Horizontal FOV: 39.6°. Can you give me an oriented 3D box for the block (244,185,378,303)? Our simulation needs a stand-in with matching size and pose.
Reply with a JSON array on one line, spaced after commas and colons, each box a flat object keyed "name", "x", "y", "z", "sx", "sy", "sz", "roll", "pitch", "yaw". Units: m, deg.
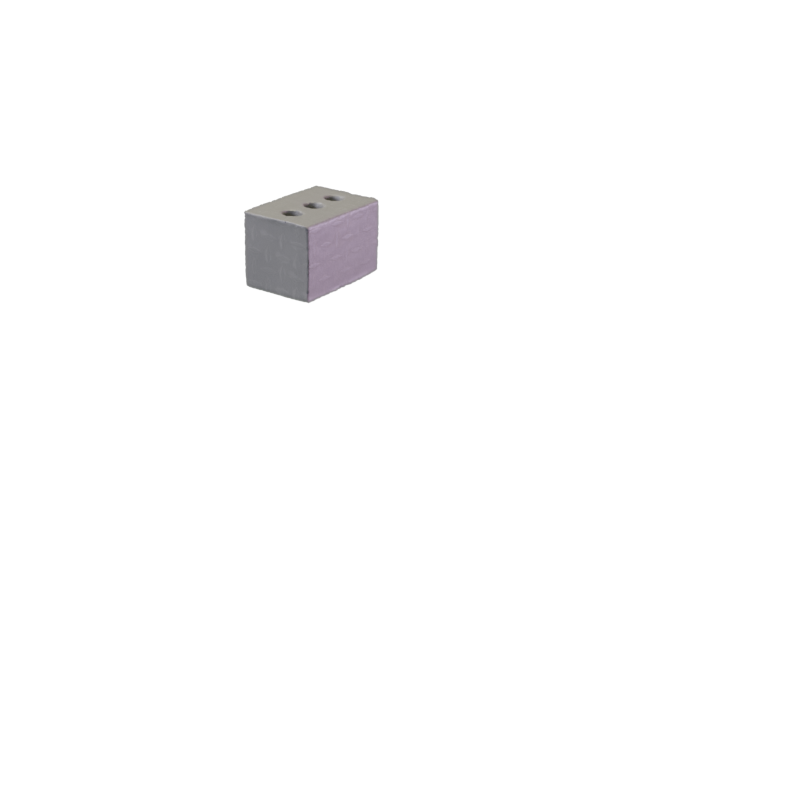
[{"name": "block", "x": -0.056, "y": -0.102, "z": 0.714, "sx": 0.055, "sy": 0.049, "sz": 0.078, "roll": 15, "pitch": 28, "yaw": 31}]
